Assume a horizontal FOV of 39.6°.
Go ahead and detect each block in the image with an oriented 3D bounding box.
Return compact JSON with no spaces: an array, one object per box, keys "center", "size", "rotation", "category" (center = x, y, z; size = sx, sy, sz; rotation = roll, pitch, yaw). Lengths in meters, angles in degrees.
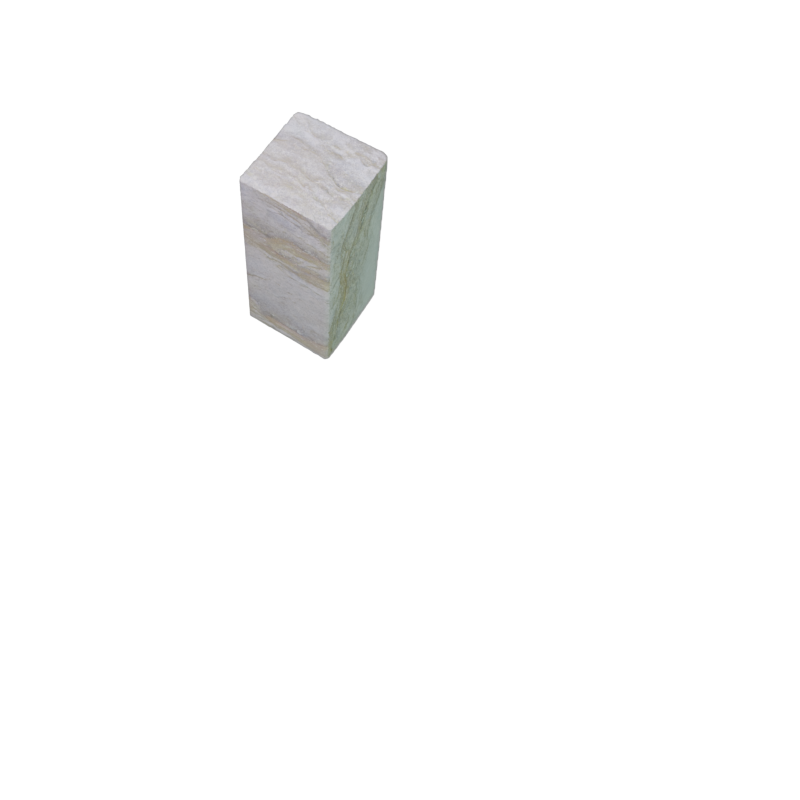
[{"center":[-0.075,-0.138,0.961],"size":[0.094,0.093,0.194],"rotation":[29,-27,13],"category":"block"}]
